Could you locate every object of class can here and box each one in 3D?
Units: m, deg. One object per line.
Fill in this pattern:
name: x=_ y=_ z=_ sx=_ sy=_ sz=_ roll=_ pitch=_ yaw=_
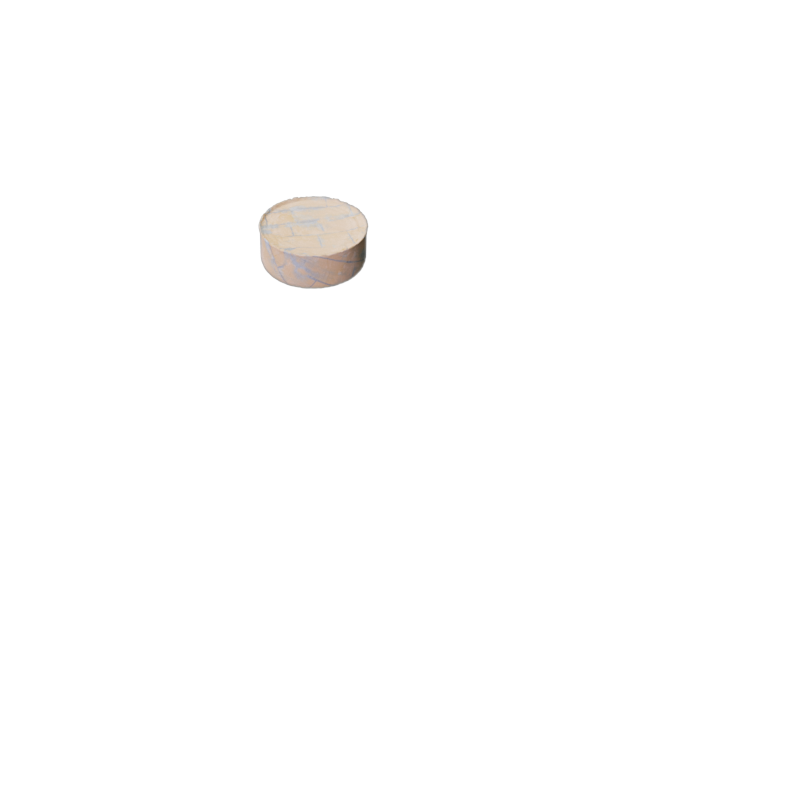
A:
can: x=-0.069 y=-0.125 z=0.878 sx=0.086 sy=0.031 sz=0.092 roll=-1 pitch=39 yaw=-2
